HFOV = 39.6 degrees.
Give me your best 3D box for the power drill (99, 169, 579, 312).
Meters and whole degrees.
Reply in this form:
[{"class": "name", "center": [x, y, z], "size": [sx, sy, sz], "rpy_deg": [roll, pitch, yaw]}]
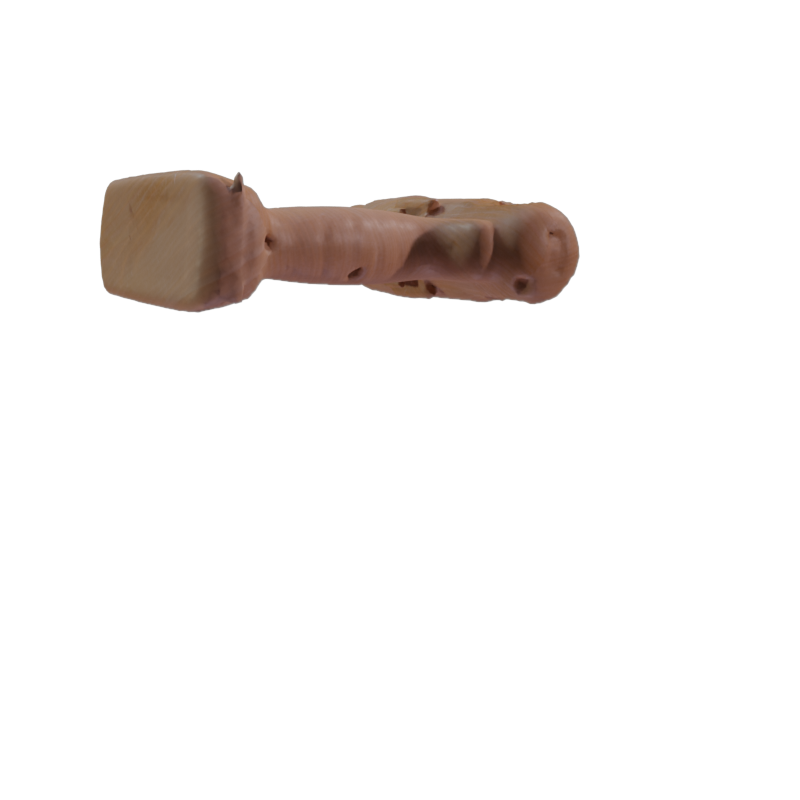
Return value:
[{"class": "power drill", "center": [-0.041, -0.075, 0.523], "size": [0.181, 0.057, 0.192], "rpy_deg": [-5, 9, -35]}]
